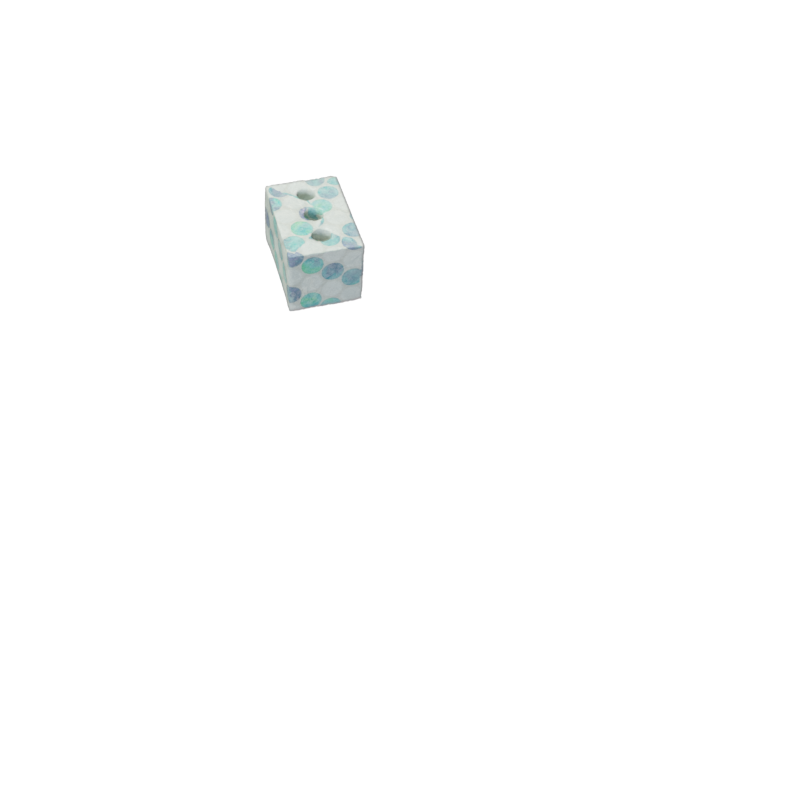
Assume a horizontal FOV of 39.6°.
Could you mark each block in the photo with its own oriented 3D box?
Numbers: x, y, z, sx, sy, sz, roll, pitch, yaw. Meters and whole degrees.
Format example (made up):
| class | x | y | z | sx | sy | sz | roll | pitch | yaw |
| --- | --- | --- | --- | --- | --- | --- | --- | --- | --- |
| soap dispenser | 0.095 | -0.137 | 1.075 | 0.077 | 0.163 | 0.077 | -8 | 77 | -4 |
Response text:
| class | x | y | z | sx | sy | sz | roll | pitch | yaw |
| --- | --- | --- | --- | --- | --- | --- | --- | --- | --- |
| block | -0.059 | -0.108 | 0.756 | 0.052 | 0.048 | 0.084 | -11 | 47 | -12 |
